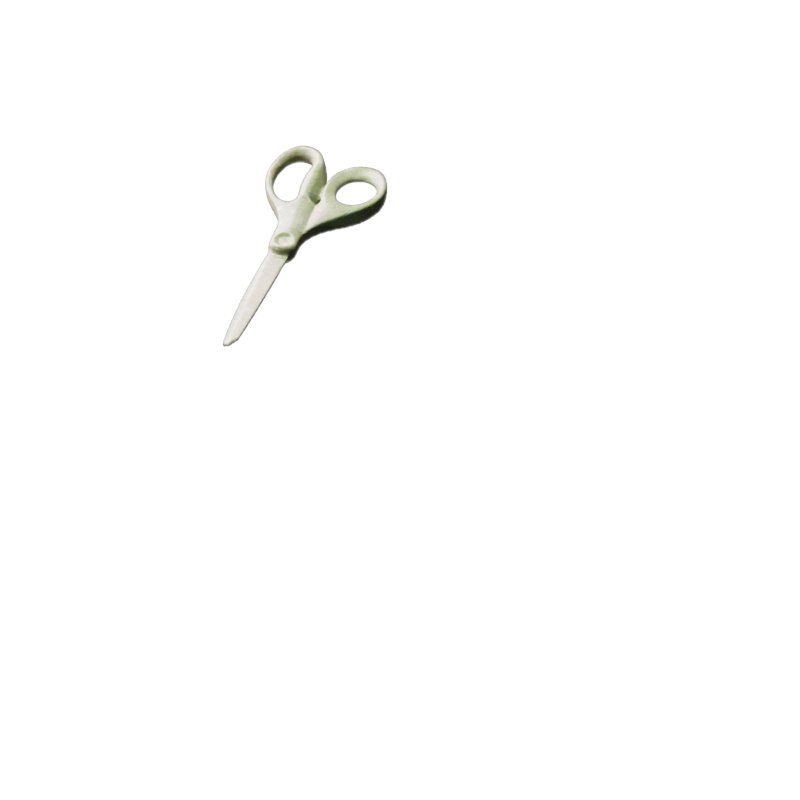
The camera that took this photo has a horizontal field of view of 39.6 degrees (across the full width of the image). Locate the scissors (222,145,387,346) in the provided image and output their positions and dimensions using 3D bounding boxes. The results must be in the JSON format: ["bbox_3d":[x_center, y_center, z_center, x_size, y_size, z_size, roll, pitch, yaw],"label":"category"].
[{"bbox_3d":[-0.058,-0.106,0.745,0.096,0.216,0.015,1,-45,1],"label":"scissors"}]
